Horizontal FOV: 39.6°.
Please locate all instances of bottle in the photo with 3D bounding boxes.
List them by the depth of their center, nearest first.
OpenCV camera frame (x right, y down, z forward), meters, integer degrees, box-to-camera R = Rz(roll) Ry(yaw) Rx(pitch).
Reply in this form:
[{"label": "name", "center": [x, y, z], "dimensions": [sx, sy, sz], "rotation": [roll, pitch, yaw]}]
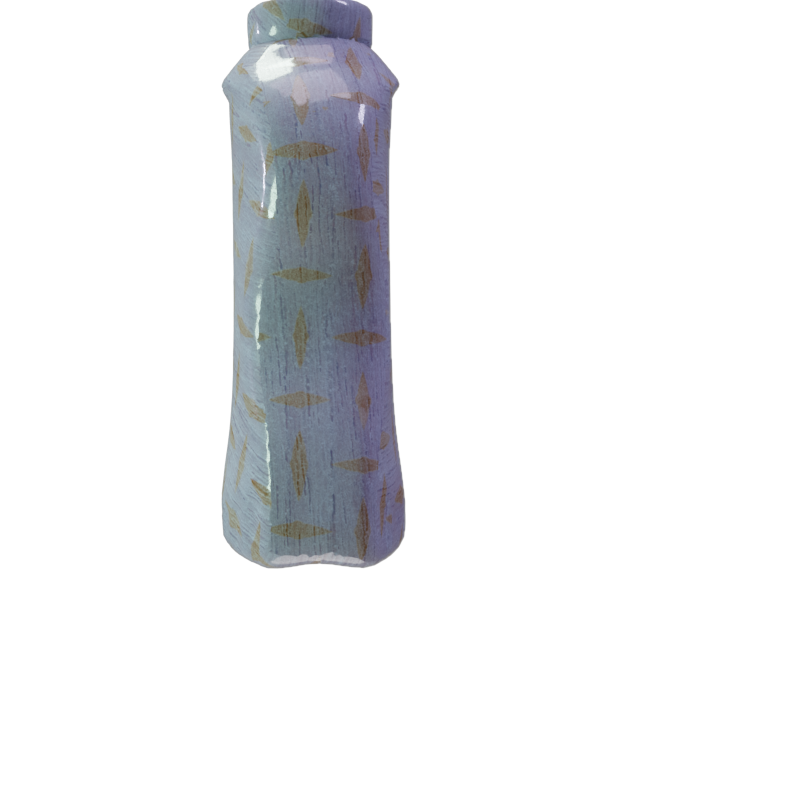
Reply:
[{"label": "bottle", "center": [-0.028, -0.051, 0.358], "dimensions": [0.058, 0.193, 0.096], "rotation": [0, -2, -3]}]
